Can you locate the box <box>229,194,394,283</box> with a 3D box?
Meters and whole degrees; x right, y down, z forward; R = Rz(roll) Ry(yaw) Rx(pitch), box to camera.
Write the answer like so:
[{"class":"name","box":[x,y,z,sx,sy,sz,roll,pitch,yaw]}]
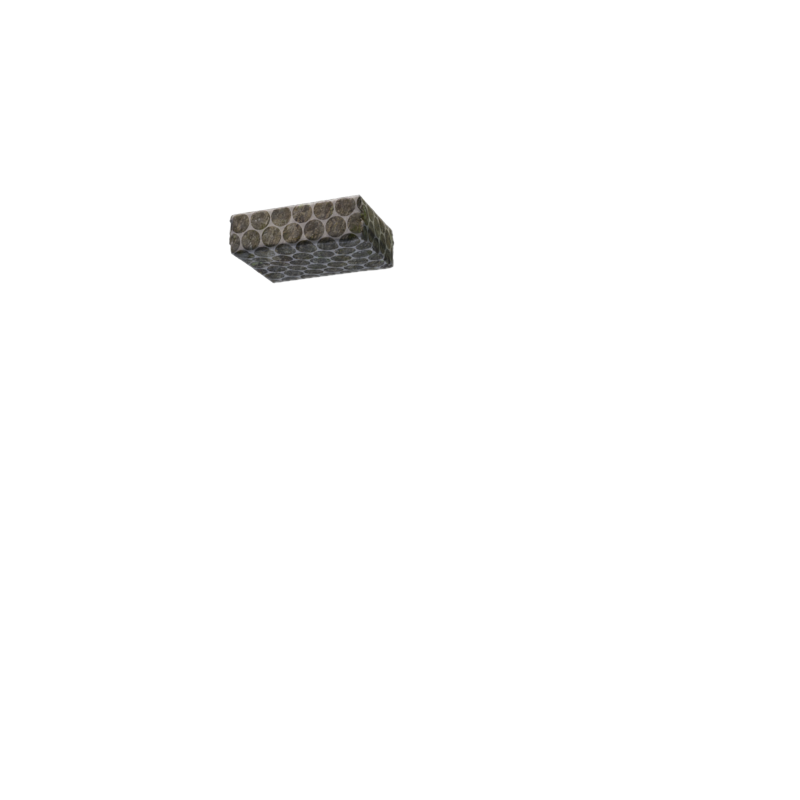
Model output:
[{"class":"box","box":[-0.071,-0.129,0.903,0.116,0.040,0.085,-4,-12,18]}]
